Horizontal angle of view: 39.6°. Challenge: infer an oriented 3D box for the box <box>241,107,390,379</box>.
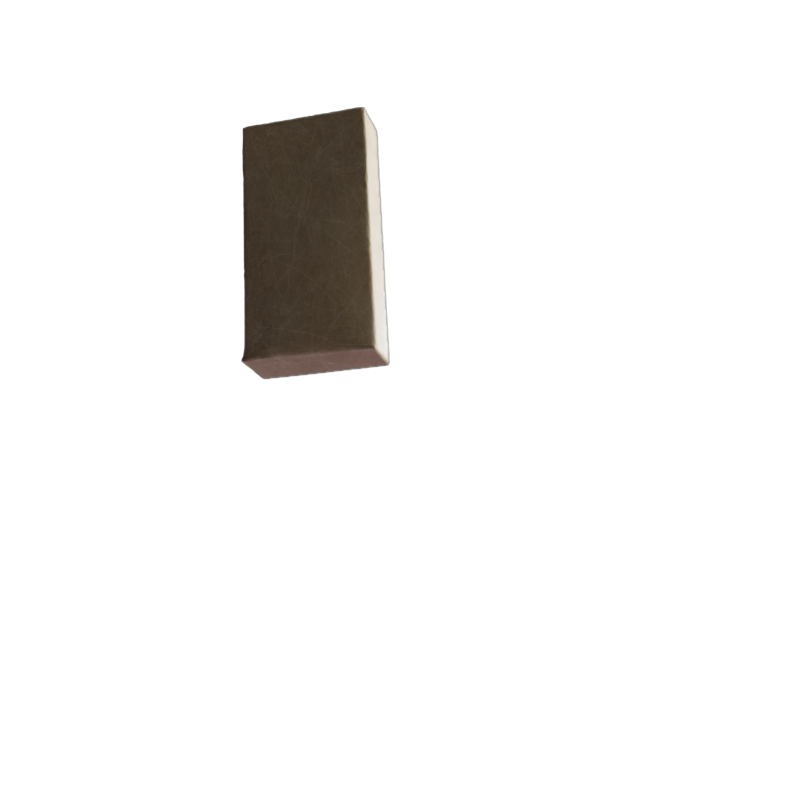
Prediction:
[{"bbox_3d":[-0.059,-0.108,0.757,0.095,0.186,0.045,-7,-24,14],"label":"box"}]
